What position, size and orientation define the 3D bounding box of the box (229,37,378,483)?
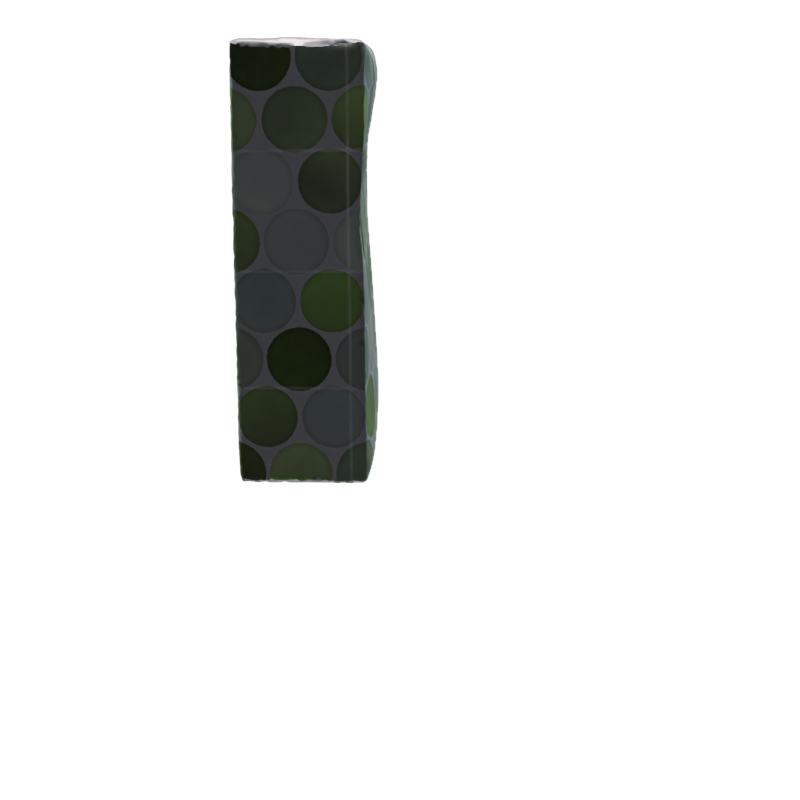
[{"bbox_3d":[-0.047,-0.085,0.598,0.072,0.208,0.168,1,12,-1],"label":"box"}]
